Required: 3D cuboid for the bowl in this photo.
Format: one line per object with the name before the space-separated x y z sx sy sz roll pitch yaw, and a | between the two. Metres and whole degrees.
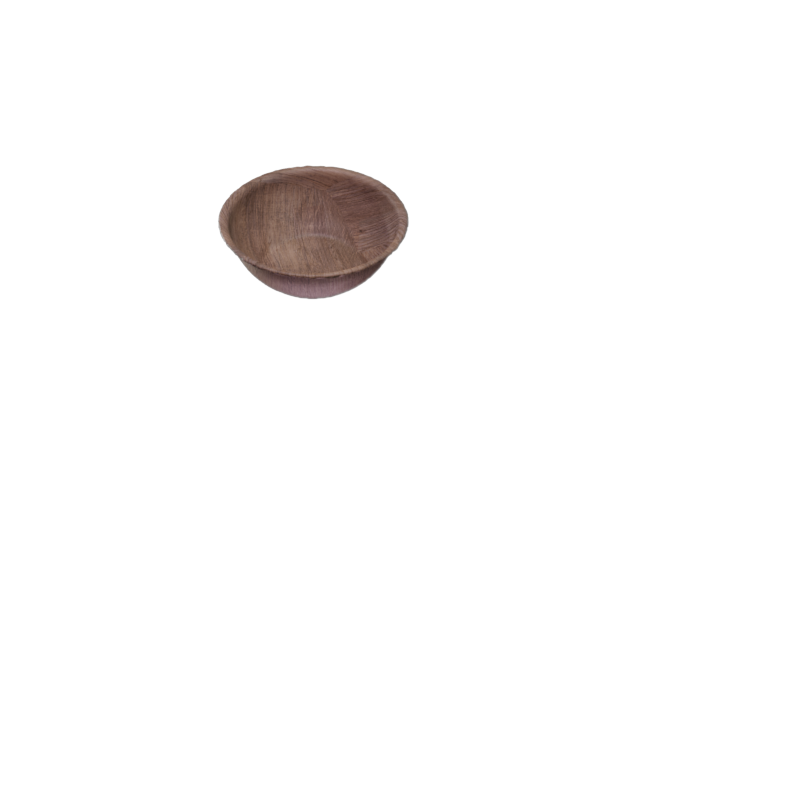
bowl | -0.075 -0.137 0.958 0.162 0.051 0.174 -1 42 -2
